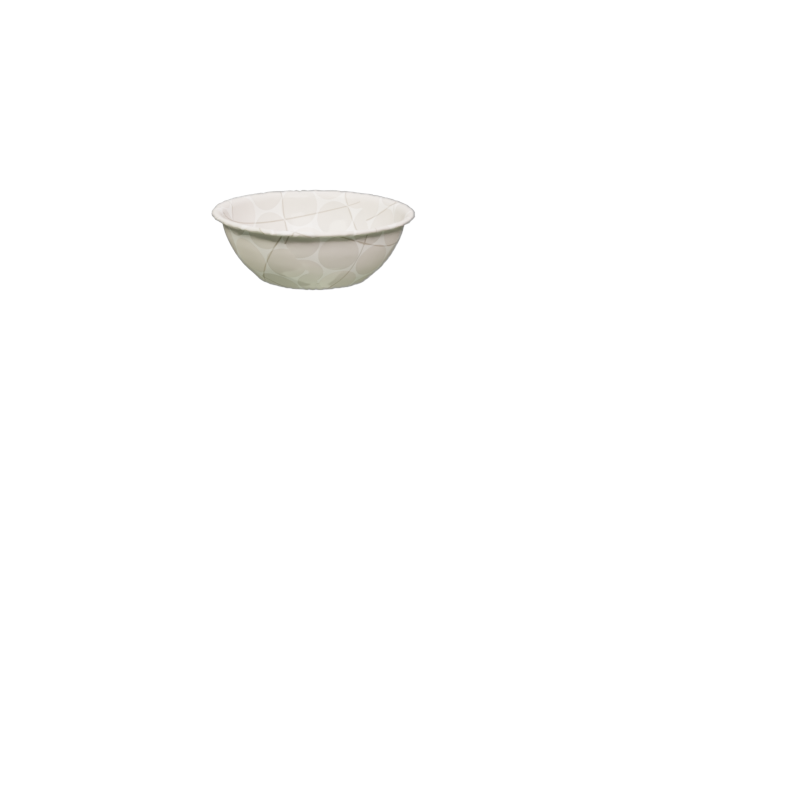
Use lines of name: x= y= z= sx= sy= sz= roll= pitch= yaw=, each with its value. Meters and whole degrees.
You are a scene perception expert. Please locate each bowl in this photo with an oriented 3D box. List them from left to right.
bowl: x=-0.070 y=-0.127 z=0.889 sx=0.162 sy=0.053 sz=0.169 roll=-1 pitch=21 yaw=-2
